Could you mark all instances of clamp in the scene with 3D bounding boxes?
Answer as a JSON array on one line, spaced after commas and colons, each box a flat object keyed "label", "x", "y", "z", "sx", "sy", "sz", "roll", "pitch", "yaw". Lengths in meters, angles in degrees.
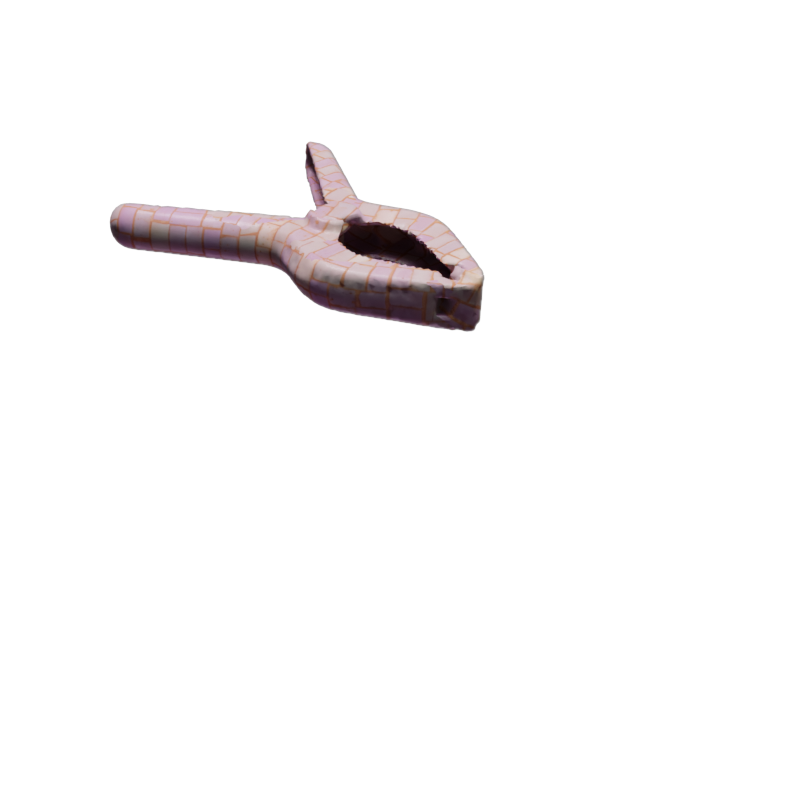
[{"label": "clamp", "x": -0.048, "y": -0.087, "z": 0.607, "sx": 0.163, "sy": 0.034, "sz": 0.225, "roll": -23, "pitch": 40, "yaw": -32}]
